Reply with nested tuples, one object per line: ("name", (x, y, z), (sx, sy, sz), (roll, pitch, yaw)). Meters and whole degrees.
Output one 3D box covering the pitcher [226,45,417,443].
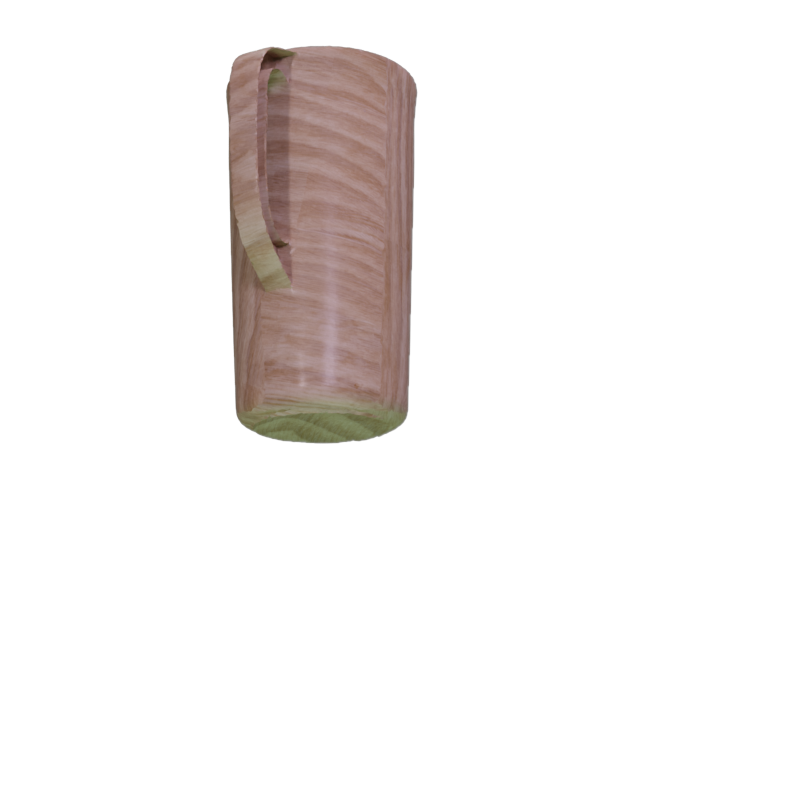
("pitcher", (-0.057, -0.103, 0.724), (0.145, 0.255, 0.142), (6, -21, -20))
